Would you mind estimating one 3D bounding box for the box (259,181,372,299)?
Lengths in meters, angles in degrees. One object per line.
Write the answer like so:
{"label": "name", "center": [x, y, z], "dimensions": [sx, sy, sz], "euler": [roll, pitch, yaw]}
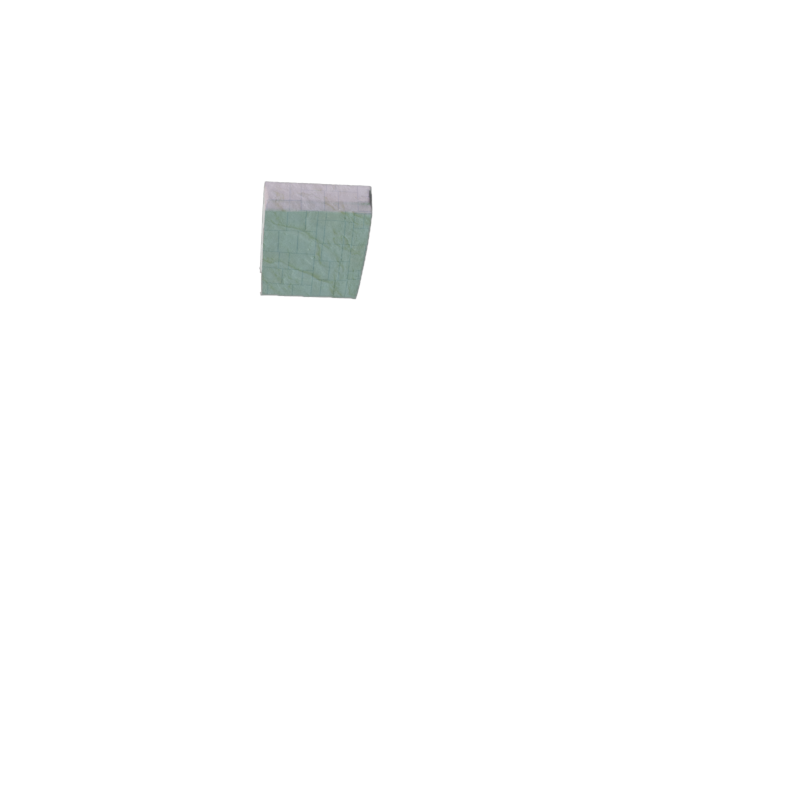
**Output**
{"label": "box", "center": [-0.074, -0.135, 0.943], "dimensions": [0.089, 0.042, 0.106], "euler": [4, -40, -5]}
